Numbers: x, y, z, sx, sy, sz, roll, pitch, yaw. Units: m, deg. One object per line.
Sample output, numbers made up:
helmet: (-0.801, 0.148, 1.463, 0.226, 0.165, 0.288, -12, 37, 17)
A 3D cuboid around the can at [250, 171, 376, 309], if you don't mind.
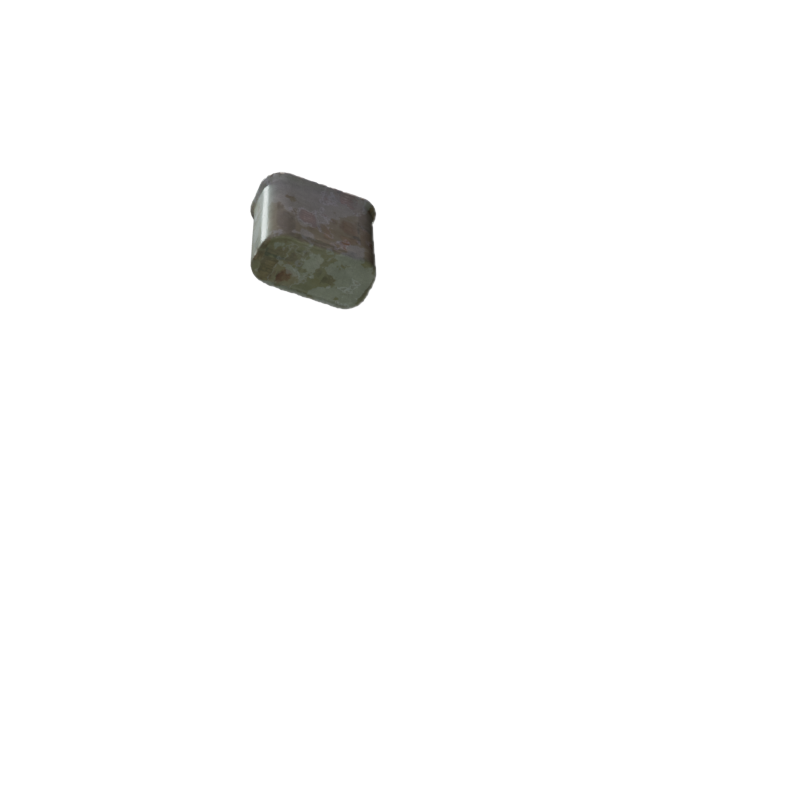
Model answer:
can: (-0.070, -0.127, 0.888, 0.099, 0.055, 0.090, 17, 38, -16)
